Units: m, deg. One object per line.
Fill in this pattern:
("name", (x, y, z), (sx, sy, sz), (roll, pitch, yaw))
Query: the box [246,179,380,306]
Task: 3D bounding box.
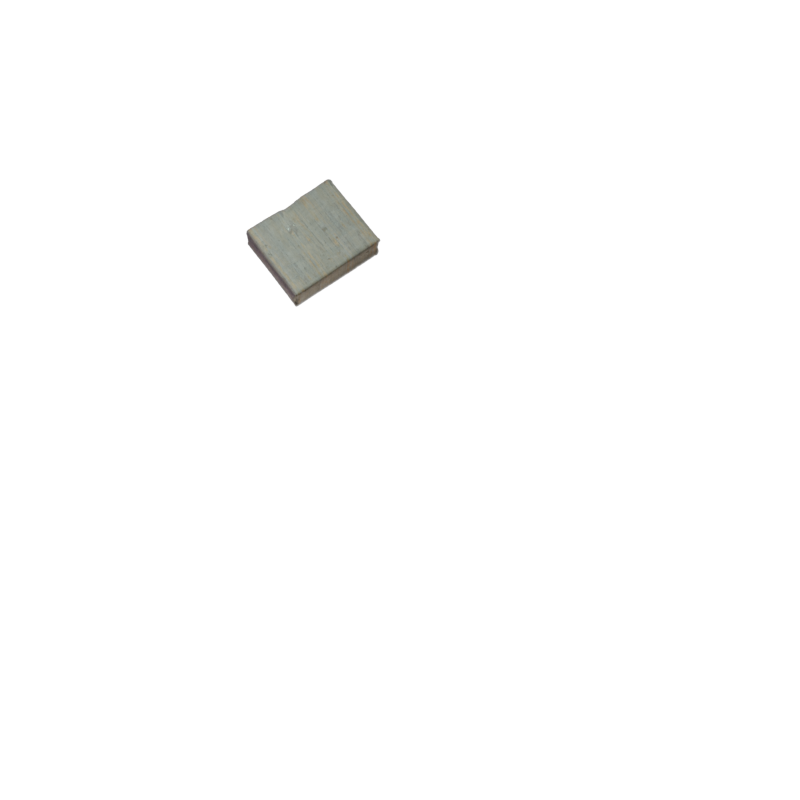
("box", (-0.073, -0.133, 0.934), (0.089, 0.077, 0.029), (-34, -19, -14))
